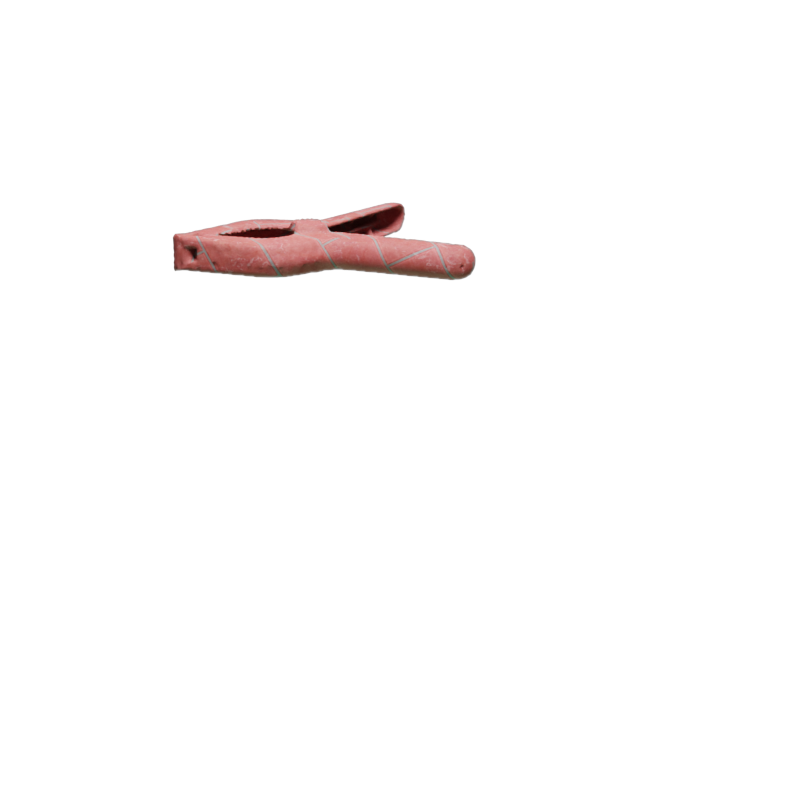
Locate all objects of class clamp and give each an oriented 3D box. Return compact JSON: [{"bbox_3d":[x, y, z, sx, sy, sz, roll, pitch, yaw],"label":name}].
[{"bbox_3d":[-0.065,-0.119,0.836,0.208,0.035,0.173,-3,21,-9],"label":"clamp"}]
